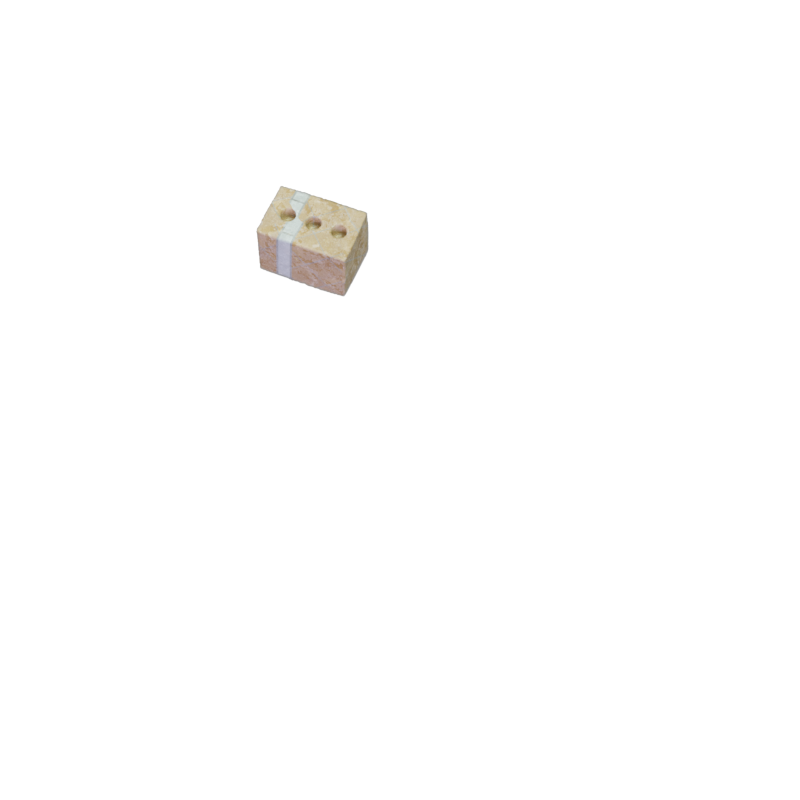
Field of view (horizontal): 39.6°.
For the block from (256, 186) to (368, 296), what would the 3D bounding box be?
[{"bbox_3d":[-0.070,-0.128,0.895,0.080,0.055,0.048,18,-32,11],"label":"block"}]
